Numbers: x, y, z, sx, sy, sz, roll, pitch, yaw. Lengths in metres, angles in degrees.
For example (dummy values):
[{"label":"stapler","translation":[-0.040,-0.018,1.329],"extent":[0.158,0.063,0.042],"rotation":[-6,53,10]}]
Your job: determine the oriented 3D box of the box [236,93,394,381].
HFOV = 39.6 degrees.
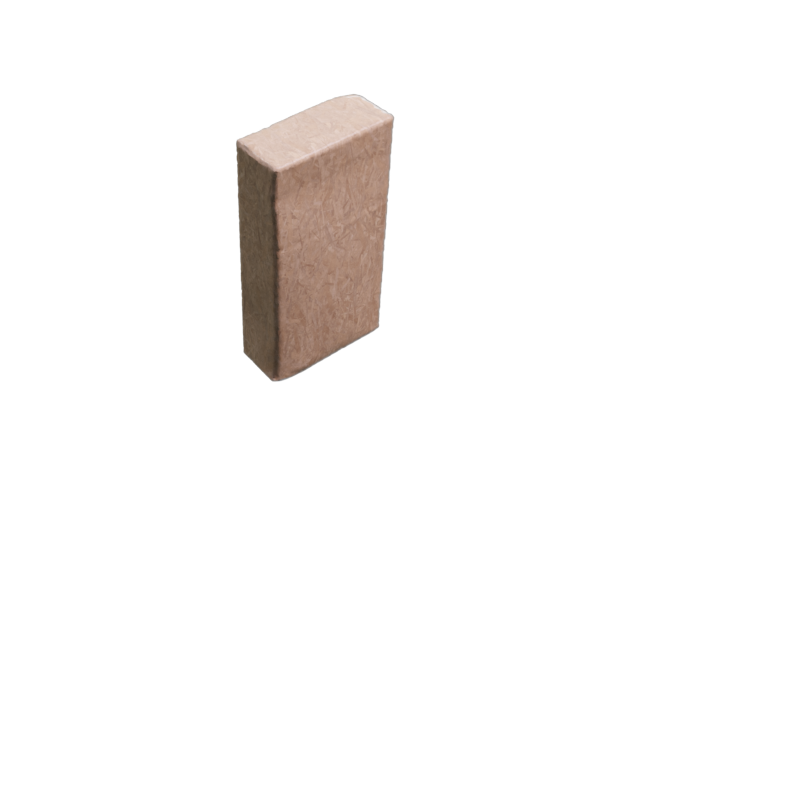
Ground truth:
[{"label":"box","translation":[-0.055,-0.101,0.703],"extent":[0.093,0.164,0.051],"rotation":[-29,50,-31]}]
